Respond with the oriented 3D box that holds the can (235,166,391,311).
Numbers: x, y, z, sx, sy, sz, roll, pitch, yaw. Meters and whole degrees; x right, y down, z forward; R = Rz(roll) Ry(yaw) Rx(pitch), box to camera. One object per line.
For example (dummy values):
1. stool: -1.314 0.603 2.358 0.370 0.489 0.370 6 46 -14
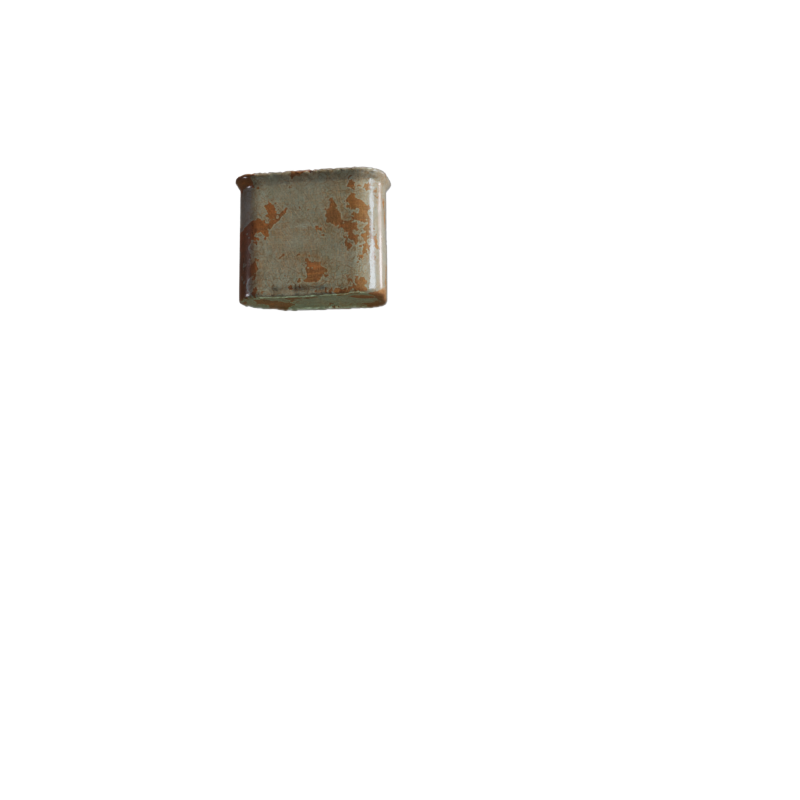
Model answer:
1. can: -0.057 -0.105 0.735 0.103 0.086 0.055 -2 -11 11
